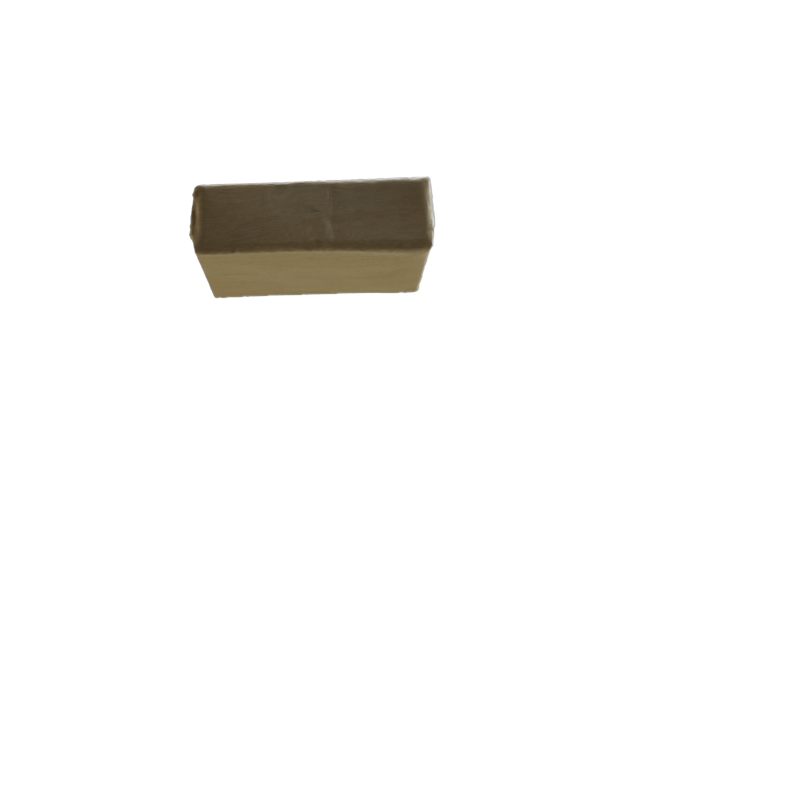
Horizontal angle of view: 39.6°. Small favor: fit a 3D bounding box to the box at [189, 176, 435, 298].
[{"bbox_3d":[-0.043,-0.079,0.550,0.113,0.040,0.087,0,-9,-1],"label":"box"}]
